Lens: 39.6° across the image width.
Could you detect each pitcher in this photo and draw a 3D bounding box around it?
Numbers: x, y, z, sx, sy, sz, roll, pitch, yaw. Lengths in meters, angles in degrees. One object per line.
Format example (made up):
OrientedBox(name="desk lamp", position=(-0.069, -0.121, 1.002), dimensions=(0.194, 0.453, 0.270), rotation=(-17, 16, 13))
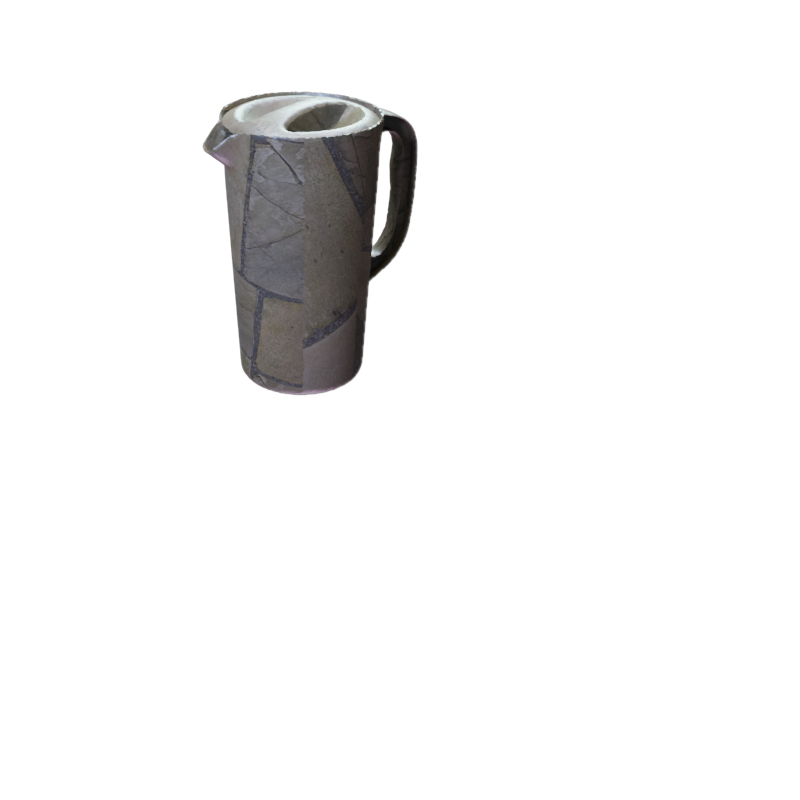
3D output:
OrientedBox(name="pitcher", position=(-0.074, -0.134, 0.940), dimensions=(0.153, 0.230, 0.149), rotation=(8, 27, 14))
